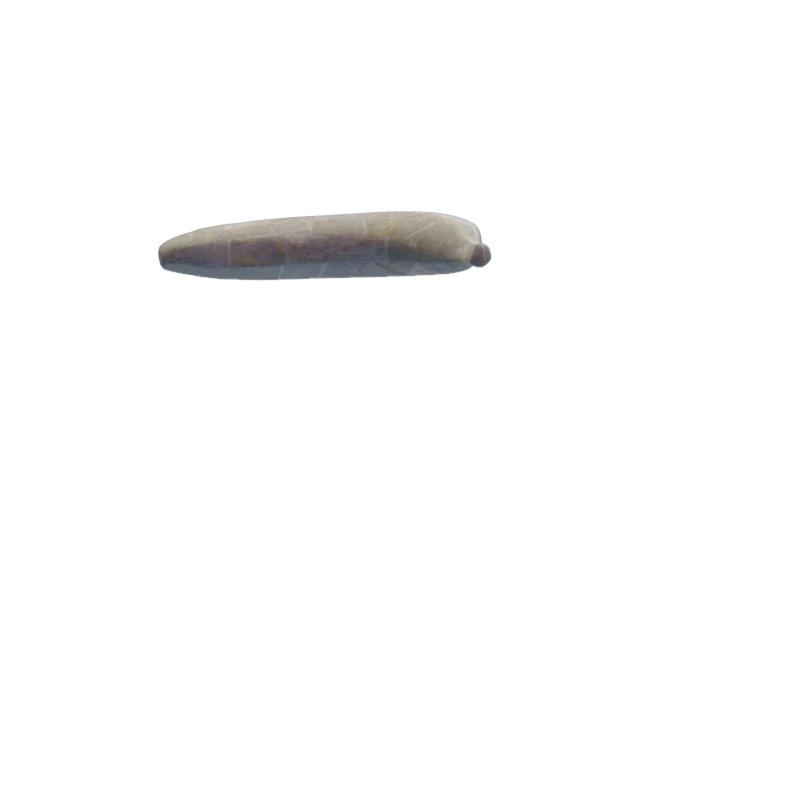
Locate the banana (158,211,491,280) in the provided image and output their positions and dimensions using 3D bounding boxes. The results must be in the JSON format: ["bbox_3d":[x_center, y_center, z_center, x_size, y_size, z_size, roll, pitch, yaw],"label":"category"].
[{"bbox_3d":[-0.037,-0.087,0.619,0.203,0.037,0.067,1,1,25],"label":"banana"}]
